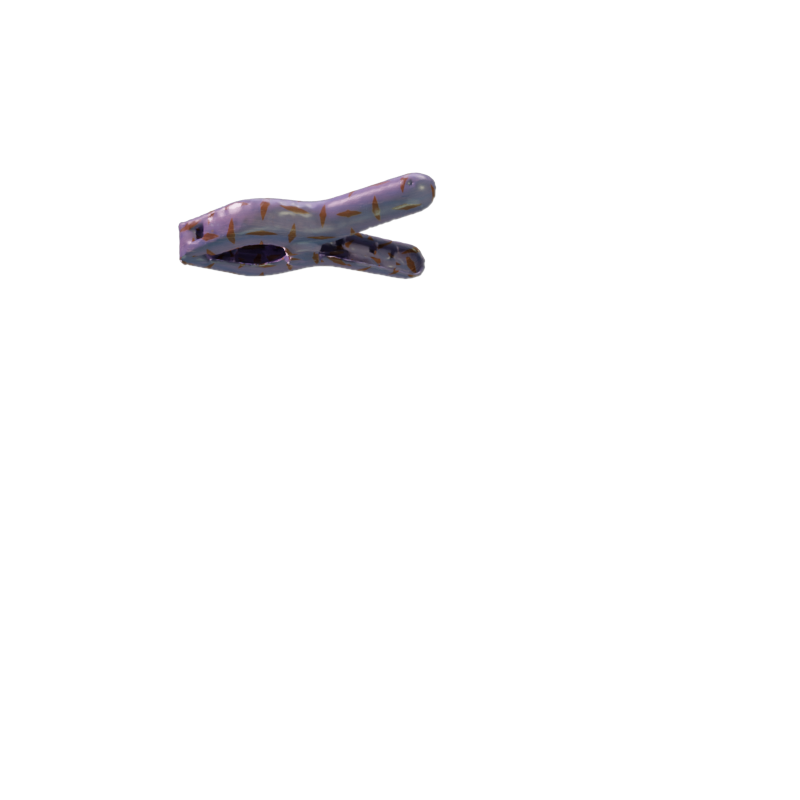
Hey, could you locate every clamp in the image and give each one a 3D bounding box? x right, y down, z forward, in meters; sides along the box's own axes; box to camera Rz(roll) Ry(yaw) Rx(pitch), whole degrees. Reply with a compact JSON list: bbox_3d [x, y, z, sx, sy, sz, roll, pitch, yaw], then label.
[{"bbox_3d":[-0.058,-0.105,0.737,0.173,0.042,0.112,-4,-27,8],"label":"clamp"}]
